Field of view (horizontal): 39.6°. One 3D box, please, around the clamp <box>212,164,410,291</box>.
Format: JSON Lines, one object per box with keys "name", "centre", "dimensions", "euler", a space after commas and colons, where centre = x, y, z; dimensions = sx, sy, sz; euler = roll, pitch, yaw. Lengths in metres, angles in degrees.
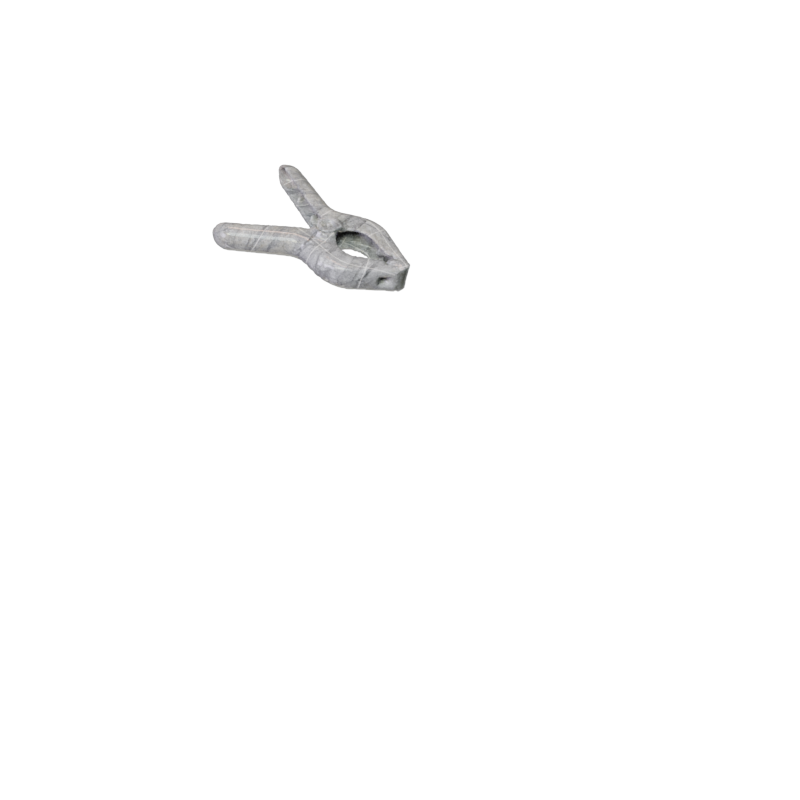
{"name": "clamp", "centre": [-0.076, -0.139, 0.976], "dimensions": [0.181, 0.036, 0.122], "euler": [33, 57, 24]}
